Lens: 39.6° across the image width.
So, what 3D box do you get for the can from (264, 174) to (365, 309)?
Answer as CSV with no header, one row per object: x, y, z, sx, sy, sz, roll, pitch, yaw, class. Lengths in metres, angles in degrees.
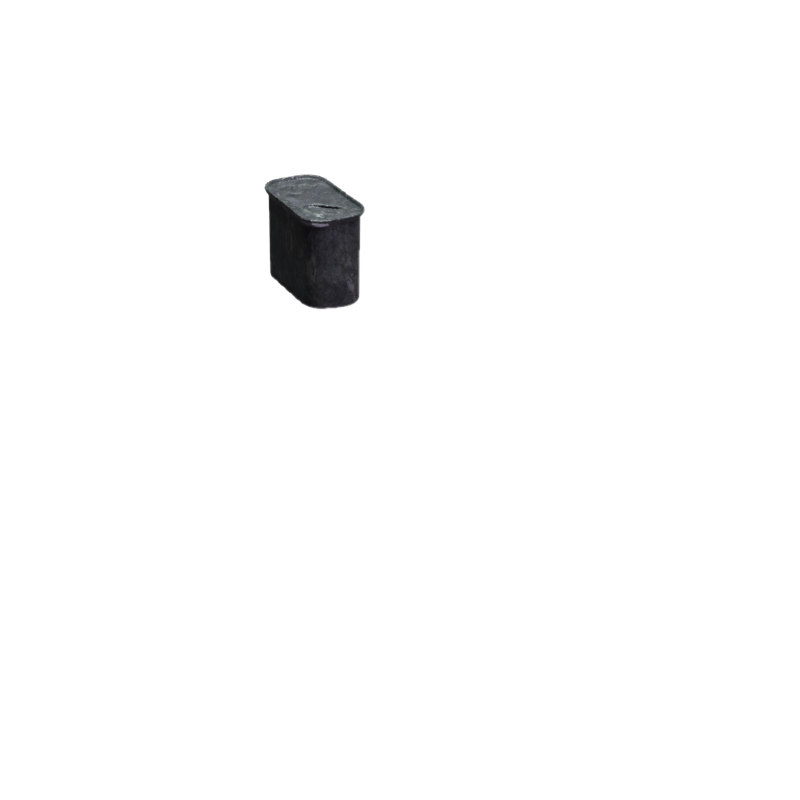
-0.073,-0.134,0.939,0.056,0.079,0.110,-13,31,-26,can
